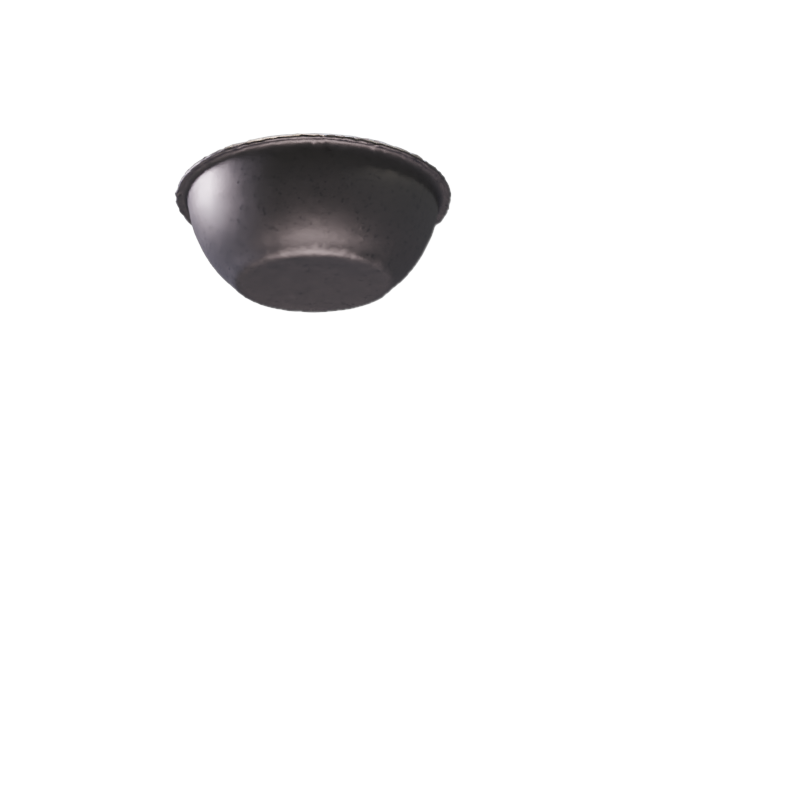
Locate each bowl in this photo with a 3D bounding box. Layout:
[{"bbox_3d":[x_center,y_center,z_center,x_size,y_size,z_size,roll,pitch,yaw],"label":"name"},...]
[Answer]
[{"bbox_3d":[-0.050,-0.092,0.644,0.162,0.058,0.155,0,-18,-2],"label":"bowl"}]
